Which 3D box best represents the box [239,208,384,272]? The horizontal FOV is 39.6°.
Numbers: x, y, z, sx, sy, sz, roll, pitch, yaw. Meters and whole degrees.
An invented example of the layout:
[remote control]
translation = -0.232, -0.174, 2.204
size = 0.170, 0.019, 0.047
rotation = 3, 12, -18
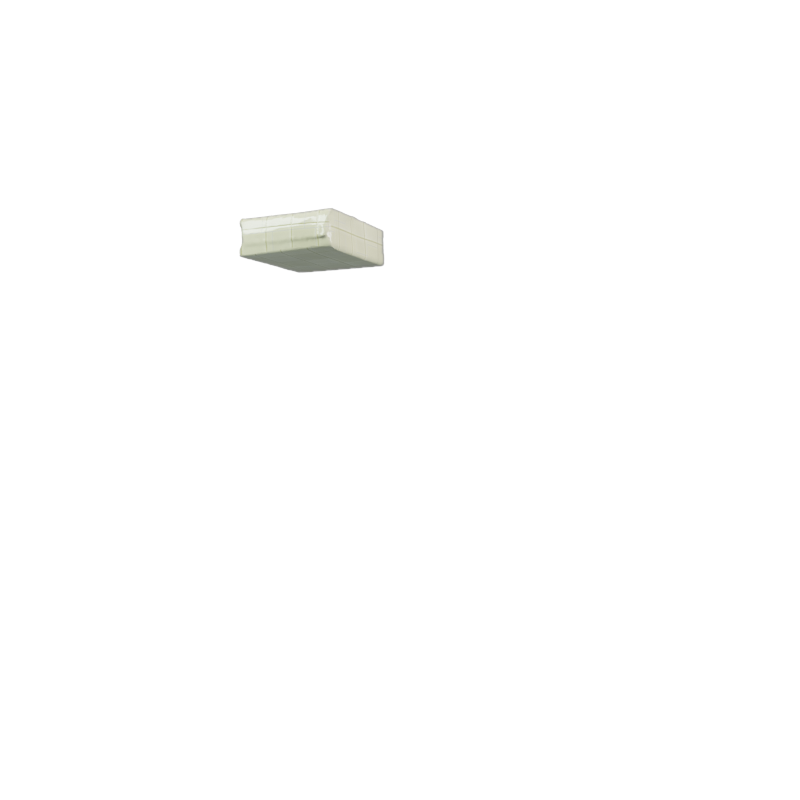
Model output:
[box]
translation = -0.062, -0.114, 0.797
size = 0.075, 0.031, 0.085
rotation = -2, -5, 26
